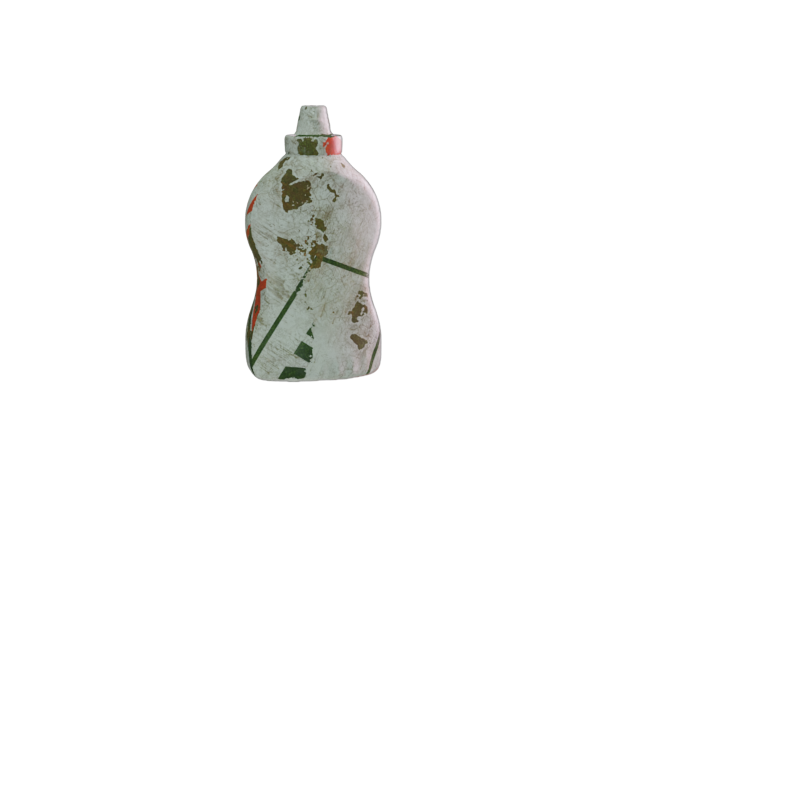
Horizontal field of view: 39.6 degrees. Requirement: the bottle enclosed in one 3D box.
[{"bbox_3d":[-0.061,-0.112,0.785,0.095,0.188,0.060,-1,9,-12],"label":"bottle"}]
